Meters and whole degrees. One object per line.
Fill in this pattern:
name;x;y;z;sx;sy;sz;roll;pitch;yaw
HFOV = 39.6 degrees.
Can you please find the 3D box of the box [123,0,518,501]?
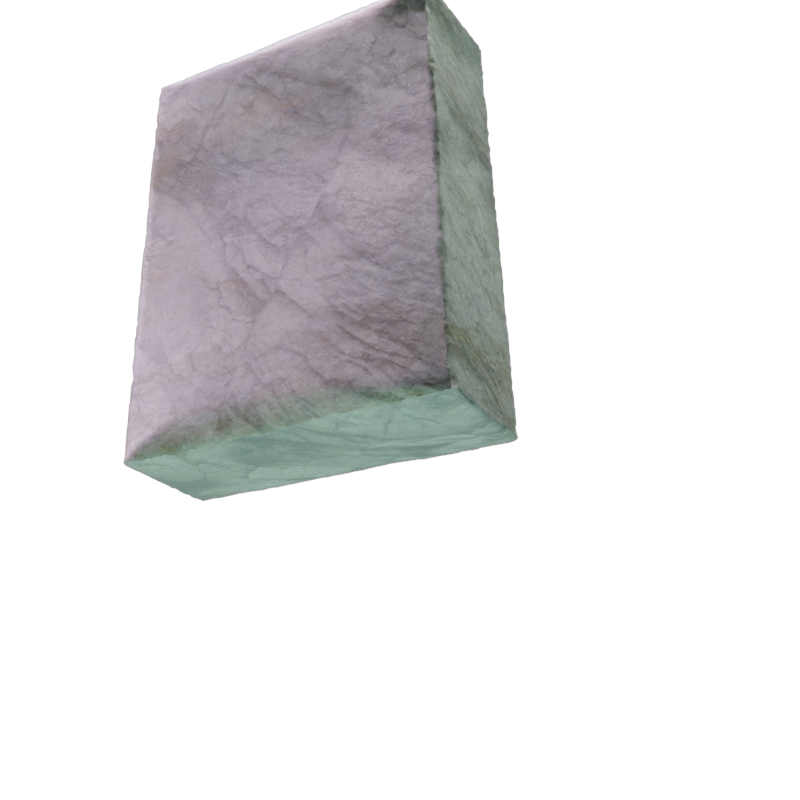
box;-0.041;-0.075;0.526;0.166;0.227;0.067;-15;-30;24
